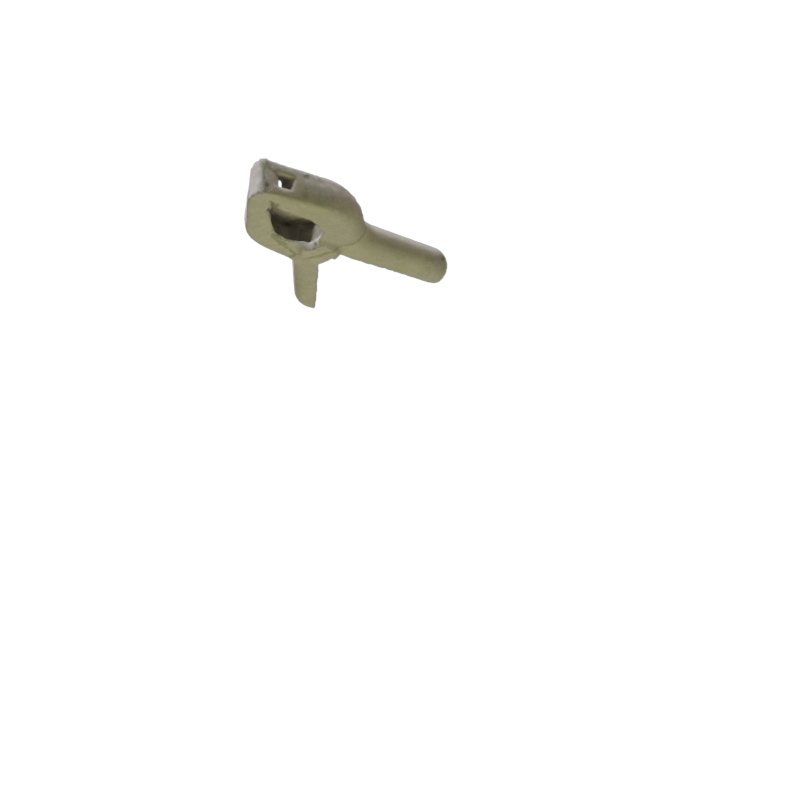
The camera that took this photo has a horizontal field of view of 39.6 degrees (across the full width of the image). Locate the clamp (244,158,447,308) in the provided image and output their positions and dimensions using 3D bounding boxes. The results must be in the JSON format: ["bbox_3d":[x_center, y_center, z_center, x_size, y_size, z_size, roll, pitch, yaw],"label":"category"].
[{"bbox_3d":[-0.060,-0.109,0.767,0.121,0.042,0.159,-21,-35,32],"label":"clamp"}]
